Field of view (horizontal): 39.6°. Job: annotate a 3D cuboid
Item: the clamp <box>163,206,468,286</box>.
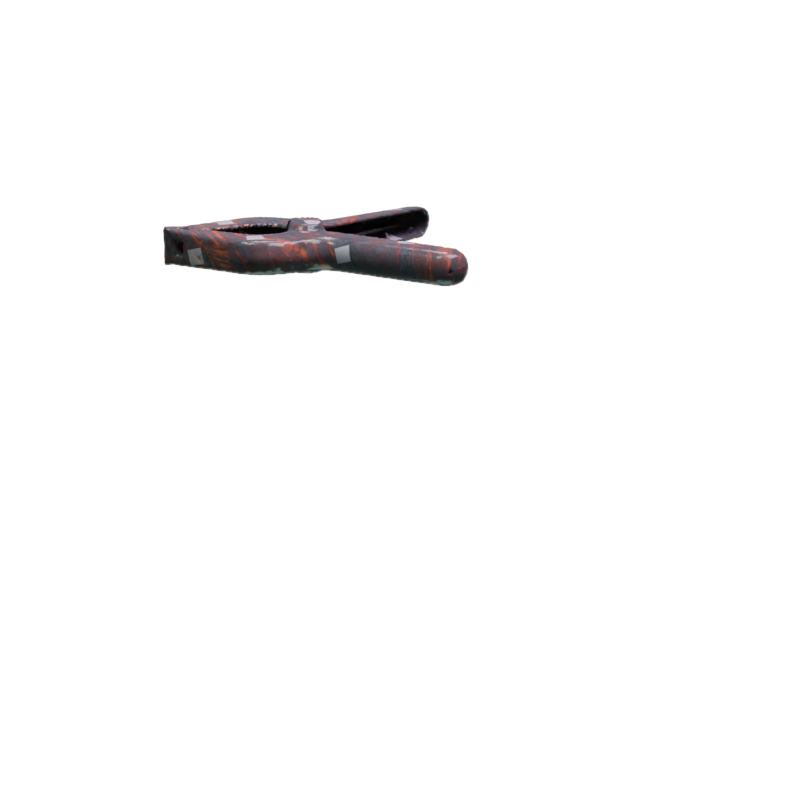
[{"bbox_3d":[-0.063,-0.114,0.800,0.211,0.035,0.170,1,19,1],"label":"clamp"}]
